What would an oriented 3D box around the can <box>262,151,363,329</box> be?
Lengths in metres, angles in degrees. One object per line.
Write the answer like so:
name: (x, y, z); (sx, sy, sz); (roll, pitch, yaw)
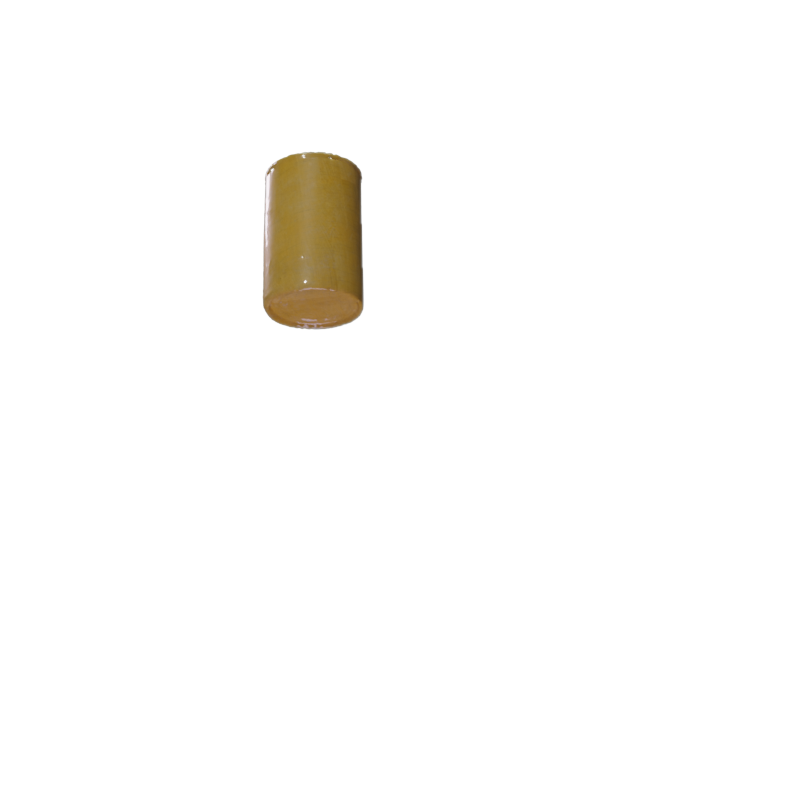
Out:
can: (-0.059, -0.107, 0.750); (0.068, 0.108, 0.065); (0, -25, -2)
